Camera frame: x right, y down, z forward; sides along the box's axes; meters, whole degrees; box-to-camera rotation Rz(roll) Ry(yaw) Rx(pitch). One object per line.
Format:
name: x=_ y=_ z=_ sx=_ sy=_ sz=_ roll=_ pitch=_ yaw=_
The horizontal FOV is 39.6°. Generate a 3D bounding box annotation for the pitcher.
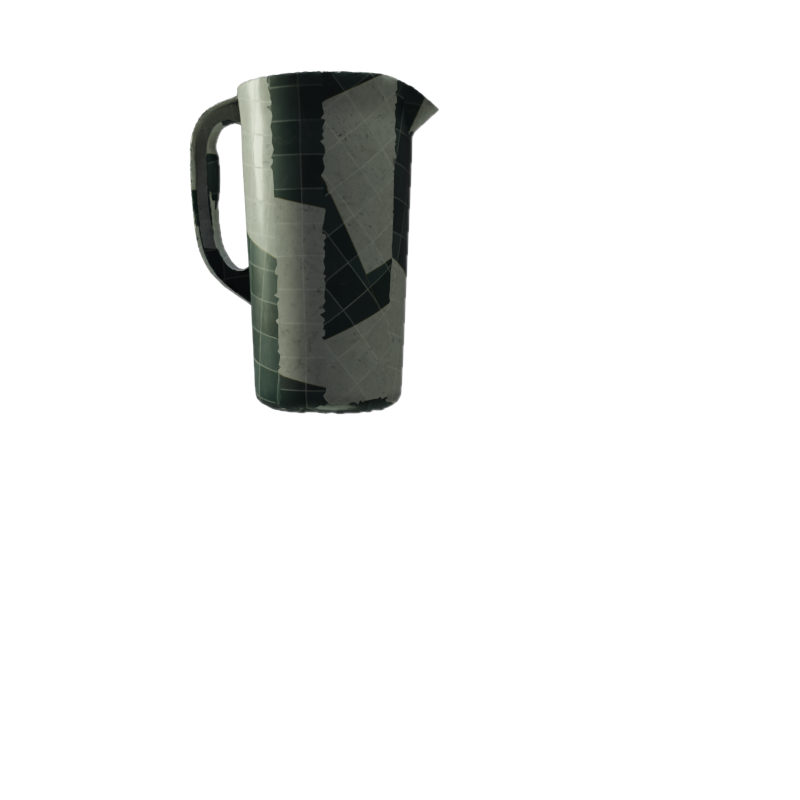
pitcher: x=-0.064 y=-0.117 z=0.821 sx=0.140 sy=0.244 sz=0.154 roll=0 pitch=0 yaw=-33
